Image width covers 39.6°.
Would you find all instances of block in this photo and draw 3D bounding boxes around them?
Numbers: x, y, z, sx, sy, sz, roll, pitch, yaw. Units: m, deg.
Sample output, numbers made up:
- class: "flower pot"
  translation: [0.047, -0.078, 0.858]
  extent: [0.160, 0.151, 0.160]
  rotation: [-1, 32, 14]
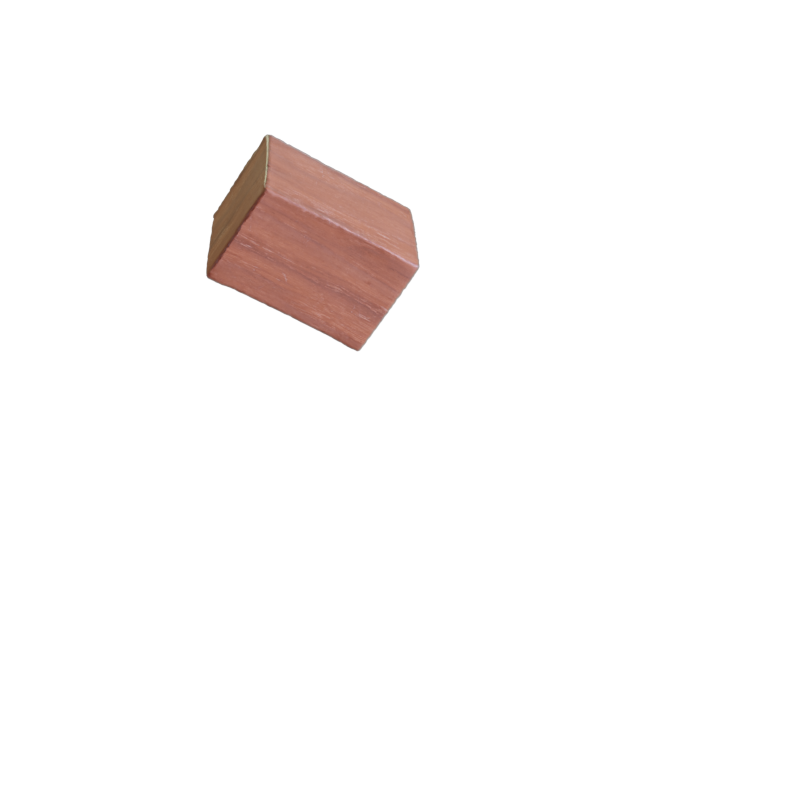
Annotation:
- class: "block"
  translation: [-0.038, -0.069, 0.486]
  extent: [0.075, 0.051, 0.055]
  rotation: [27, 30, -18]
